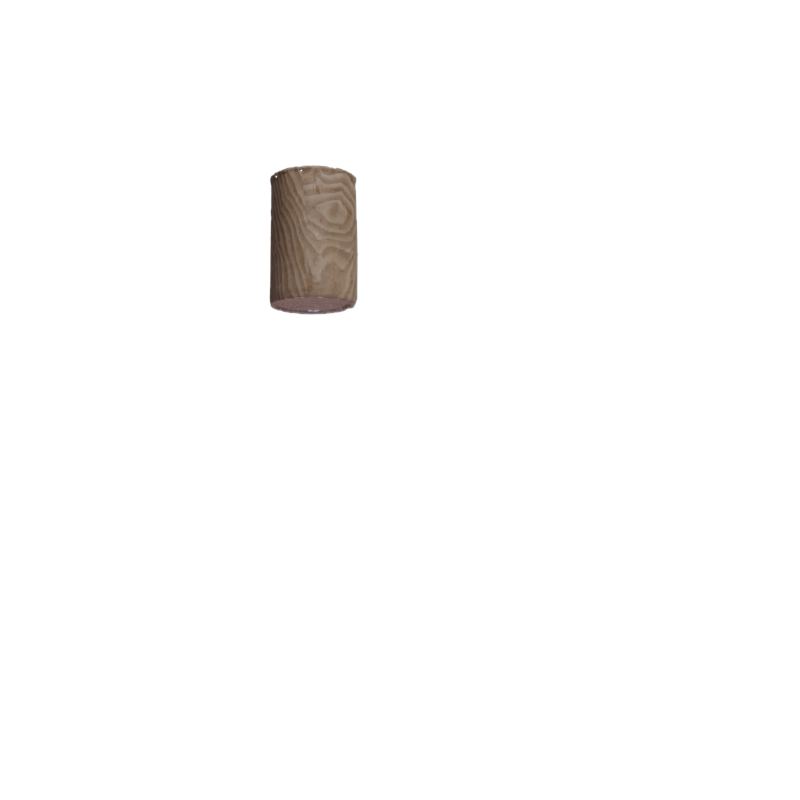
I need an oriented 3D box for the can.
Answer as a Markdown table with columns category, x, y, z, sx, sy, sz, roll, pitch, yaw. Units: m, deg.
| category | x | y | z | sx | sy | sz | roll | pitch | yaw |
| --- | --- | --- | --- | --- | --- | --- | --- | --- | --- |
| can | -0.067 | -0.122 | 0.857 | 0.068 | 0.106 | 0.066 | 0 | -12 | -2 |
